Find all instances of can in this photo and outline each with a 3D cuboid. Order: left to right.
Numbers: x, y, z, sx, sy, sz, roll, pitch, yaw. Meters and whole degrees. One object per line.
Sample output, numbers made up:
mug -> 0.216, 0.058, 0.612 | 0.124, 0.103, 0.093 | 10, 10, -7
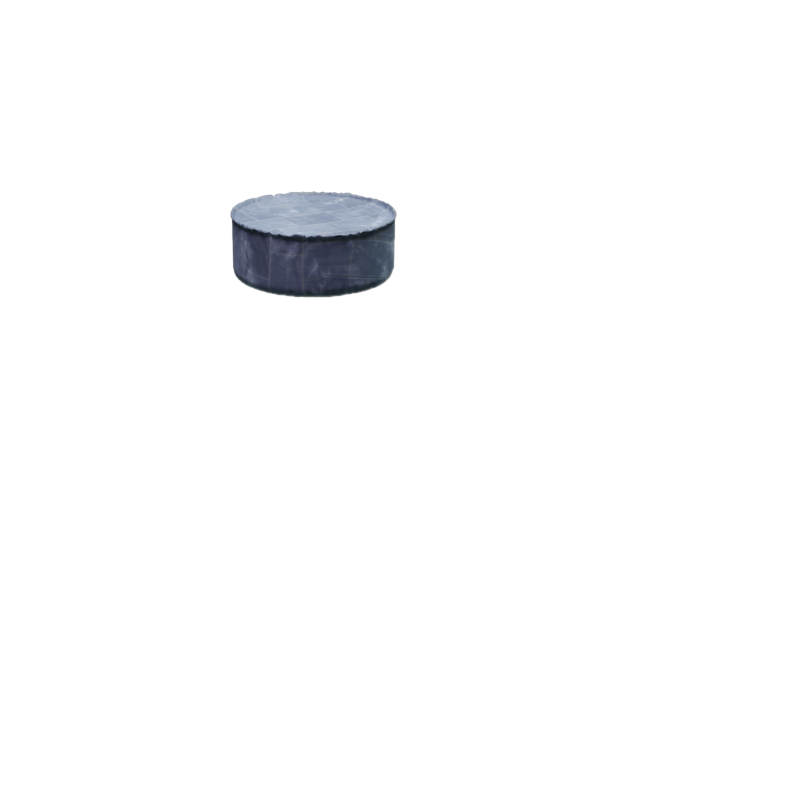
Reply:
can -> -0.045, -0.082, 0.577 | 0.086, 0.032, 0.090 | -1, 23, -2
